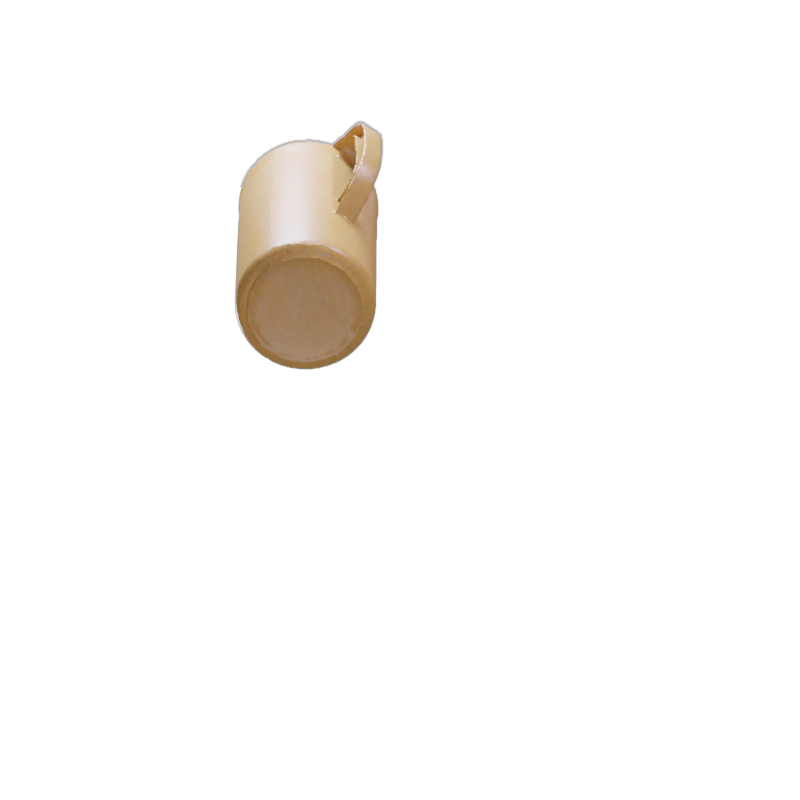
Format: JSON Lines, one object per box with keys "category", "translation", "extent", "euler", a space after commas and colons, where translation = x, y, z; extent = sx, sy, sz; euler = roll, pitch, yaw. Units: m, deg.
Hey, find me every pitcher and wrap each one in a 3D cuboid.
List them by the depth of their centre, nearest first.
{"category": "pitcher", "translation": [-0.074, -0.134, 0.941], "extent": [0.145, 0.141, 0.256], "euler": [-10, 26, 1]}
